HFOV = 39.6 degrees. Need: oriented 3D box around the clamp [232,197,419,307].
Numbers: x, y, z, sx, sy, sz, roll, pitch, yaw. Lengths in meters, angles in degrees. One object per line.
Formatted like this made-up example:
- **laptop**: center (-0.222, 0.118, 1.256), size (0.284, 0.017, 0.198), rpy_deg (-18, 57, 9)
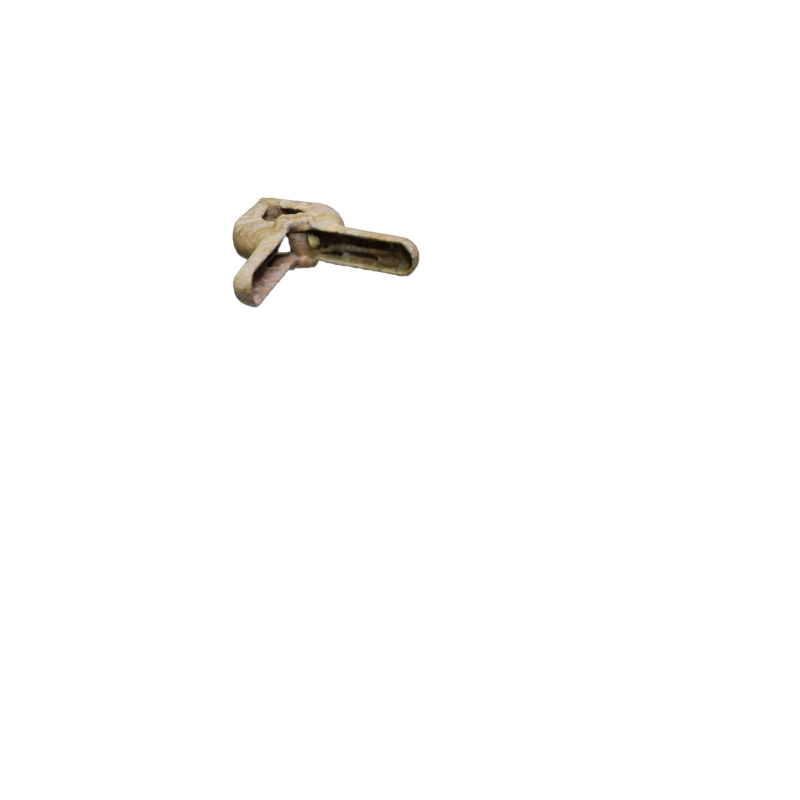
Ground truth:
- **clamp**: center (-0.059, -0.108, 0.758), size (0.119, 0.037, 0.182), rpy_deg (-5, 26, -10)
